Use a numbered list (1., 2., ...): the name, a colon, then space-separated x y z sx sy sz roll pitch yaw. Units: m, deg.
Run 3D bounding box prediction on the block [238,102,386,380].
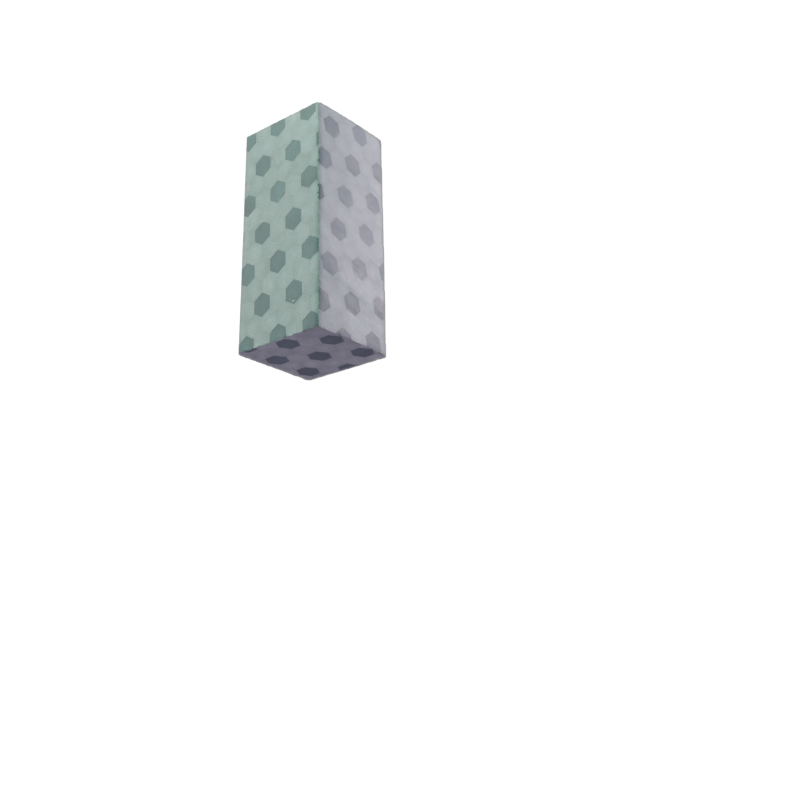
1. block: -0.073 -0.135 0.945 0.092 0.218 0.084 -20 -30 35
